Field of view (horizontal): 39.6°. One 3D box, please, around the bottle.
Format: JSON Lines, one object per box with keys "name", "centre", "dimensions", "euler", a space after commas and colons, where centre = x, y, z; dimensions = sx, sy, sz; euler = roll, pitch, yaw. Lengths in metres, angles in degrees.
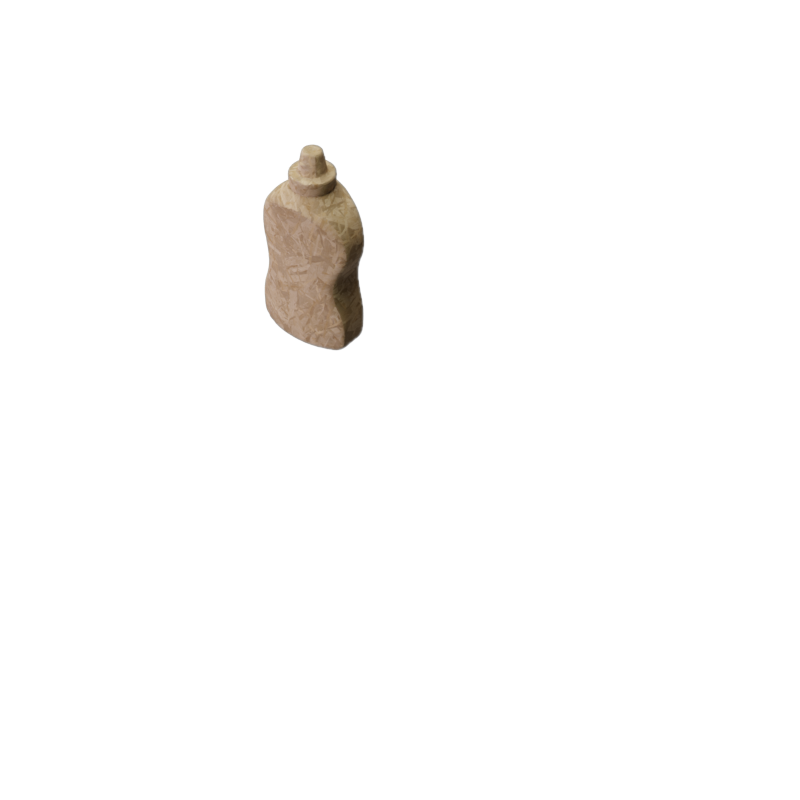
{"name": "bottle", "centre": [-0.076, -0.138, 0.966], "dimensions": [0.102, 0.179, 0.059], "euler": [31, 48, 28]}
